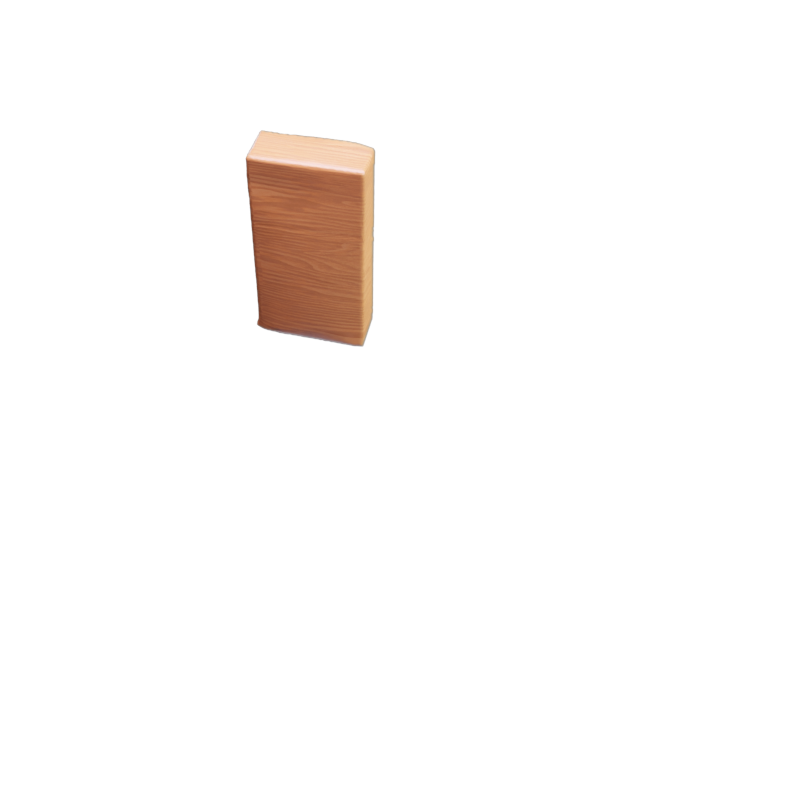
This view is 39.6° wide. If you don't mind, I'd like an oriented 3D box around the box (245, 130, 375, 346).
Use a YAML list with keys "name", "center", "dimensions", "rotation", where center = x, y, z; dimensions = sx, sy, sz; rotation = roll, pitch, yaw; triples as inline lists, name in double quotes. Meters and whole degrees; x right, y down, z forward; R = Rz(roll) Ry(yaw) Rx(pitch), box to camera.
- name: "box"
  center: [-0.068, -0.125, 0.873]
  dimensions: [0.095, 0.164, 0.050]
  rotation: [11, 41, 10]
